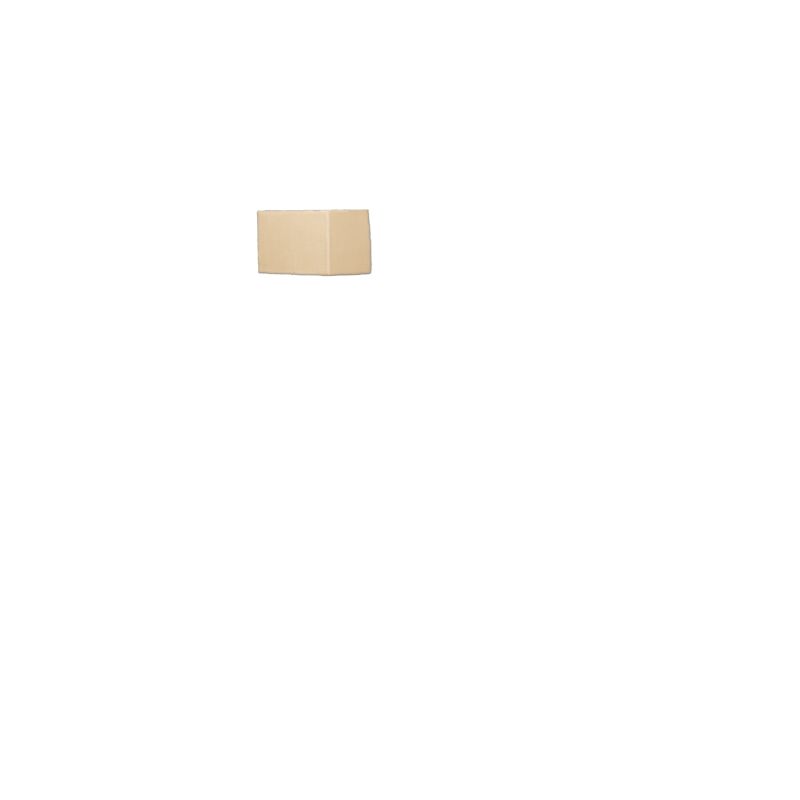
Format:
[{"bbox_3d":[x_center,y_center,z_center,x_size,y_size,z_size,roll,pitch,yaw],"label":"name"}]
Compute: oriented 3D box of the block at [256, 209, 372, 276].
[{"bbox_3d":[-0.068,-0.125,0.874,0.081,0.051,0.051,6,7,38],"label":"block"}]
